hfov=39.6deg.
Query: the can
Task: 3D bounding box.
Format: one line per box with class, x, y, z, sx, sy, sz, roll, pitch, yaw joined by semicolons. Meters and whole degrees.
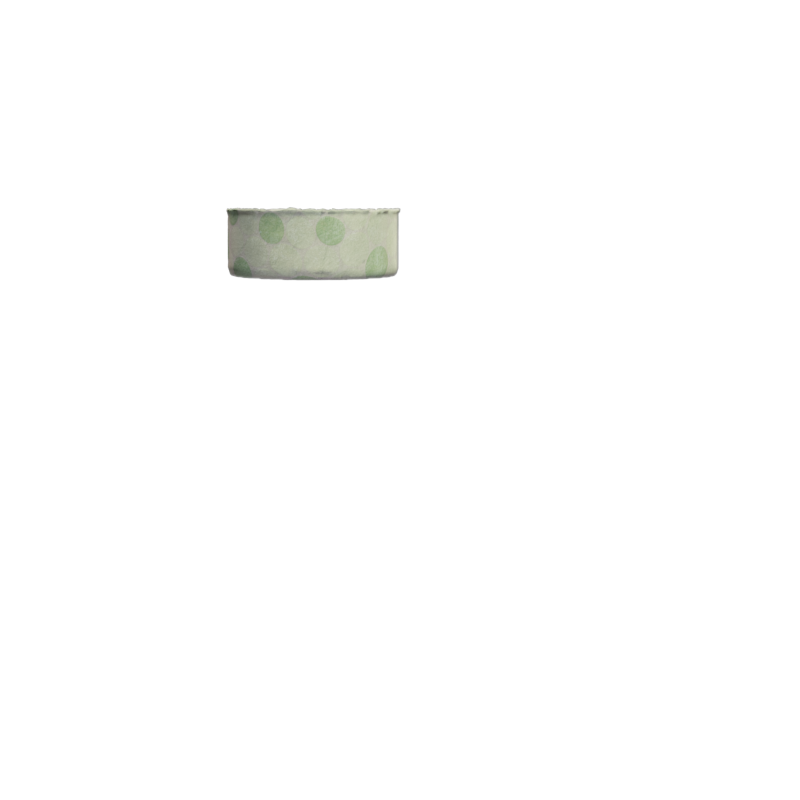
can;-0.043;-0.078;0.548;0.086;0.033;0.087;0;8;-2
